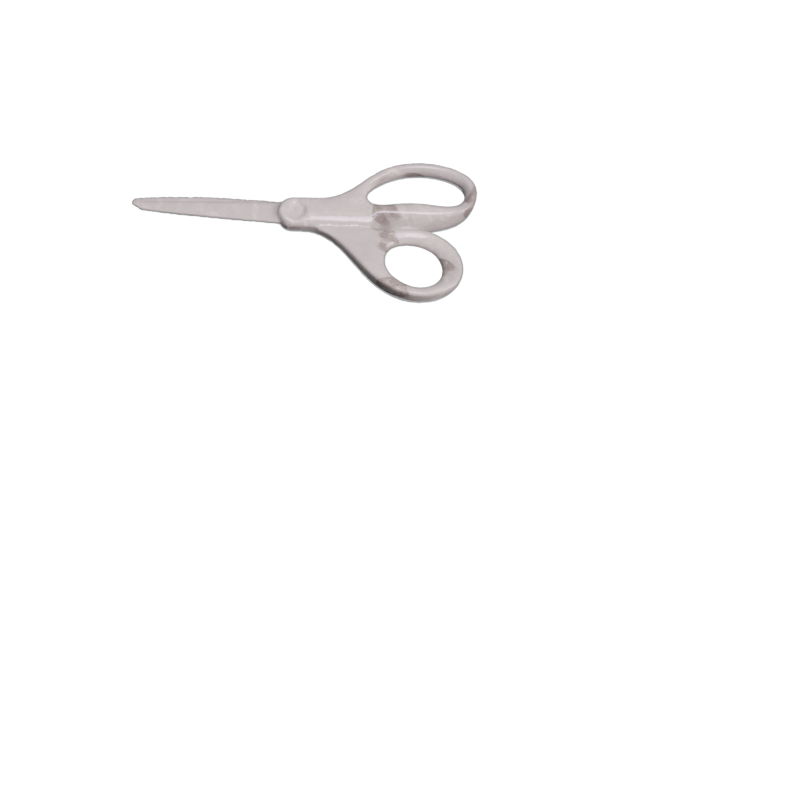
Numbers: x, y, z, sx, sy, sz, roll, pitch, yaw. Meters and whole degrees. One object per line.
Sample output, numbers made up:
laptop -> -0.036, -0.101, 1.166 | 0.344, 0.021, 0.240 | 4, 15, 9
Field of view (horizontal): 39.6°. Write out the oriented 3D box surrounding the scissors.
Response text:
scissors -> -0.051, -0.092, 0.645 | 0.201, 0.102, 0.015 | -10, -25, -5
